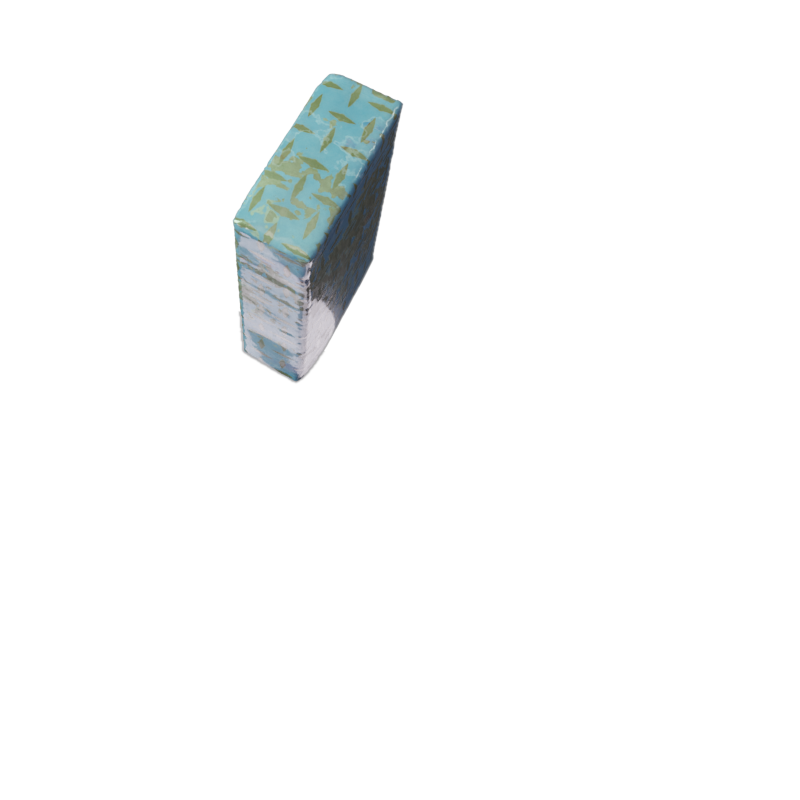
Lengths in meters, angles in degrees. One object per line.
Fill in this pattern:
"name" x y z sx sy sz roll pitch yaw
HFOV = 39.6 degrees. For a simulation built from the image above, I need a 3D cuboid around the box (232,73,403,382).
"box" -0.045 -0.081 0.566 0.049 0.096 0.168 26 -20 5
